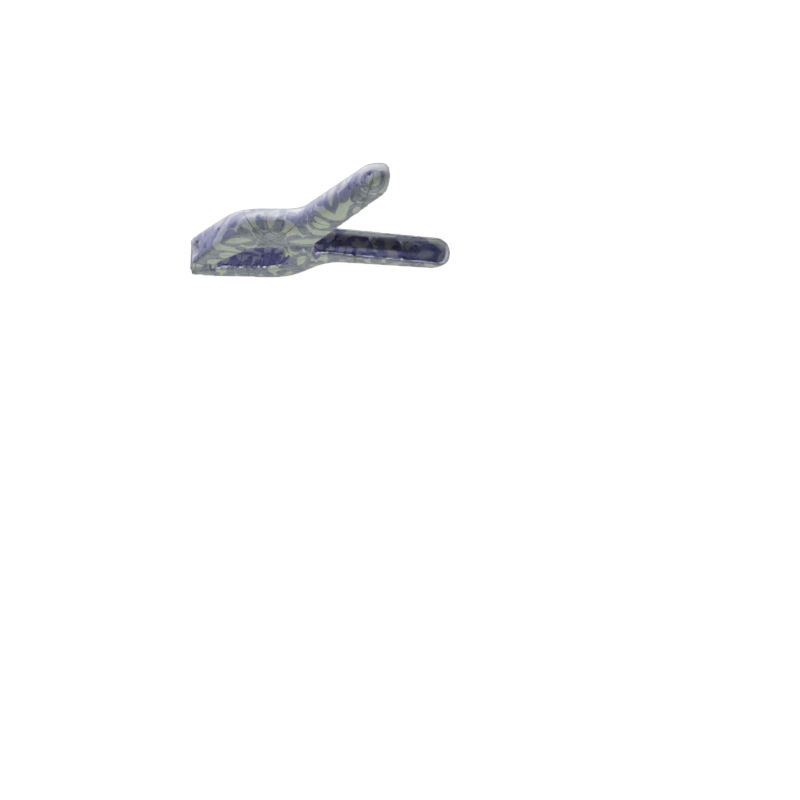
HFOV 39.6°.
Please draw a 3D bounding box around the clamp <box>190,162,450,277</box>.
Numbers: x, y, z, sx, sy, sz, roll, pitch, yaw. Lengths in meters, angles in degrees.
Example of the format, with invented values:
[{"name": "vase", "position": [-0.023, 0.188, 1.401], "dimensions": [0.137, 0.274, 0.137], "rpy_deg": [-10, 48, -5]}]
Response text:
[{"name": "clamp", "position": [-0.071, -0.129, 0.901], "dimensions": [0.214, 0.038, 0.153], "rpy_deg": [-9, -21, 26]}]
